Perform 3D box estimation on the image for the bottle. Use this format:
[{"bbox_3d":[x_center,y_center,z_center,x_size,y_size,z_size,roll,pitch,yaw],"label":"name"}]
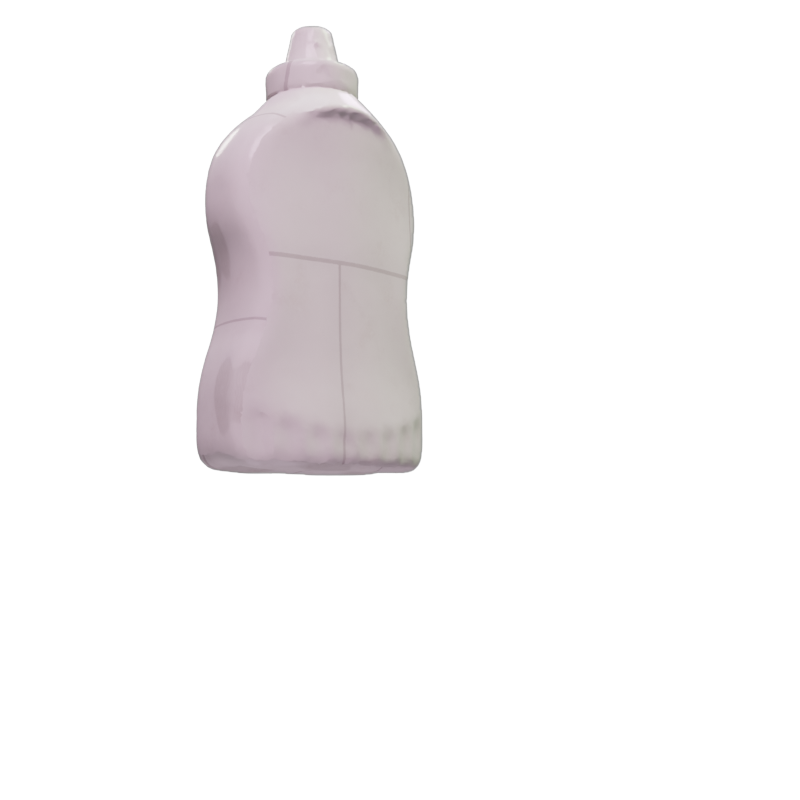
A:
[{"bbox_3d":[-0.037,-0.067,0.469,0.092,0.198,0.059,8,-16,-35],"label":"bottle"}]
